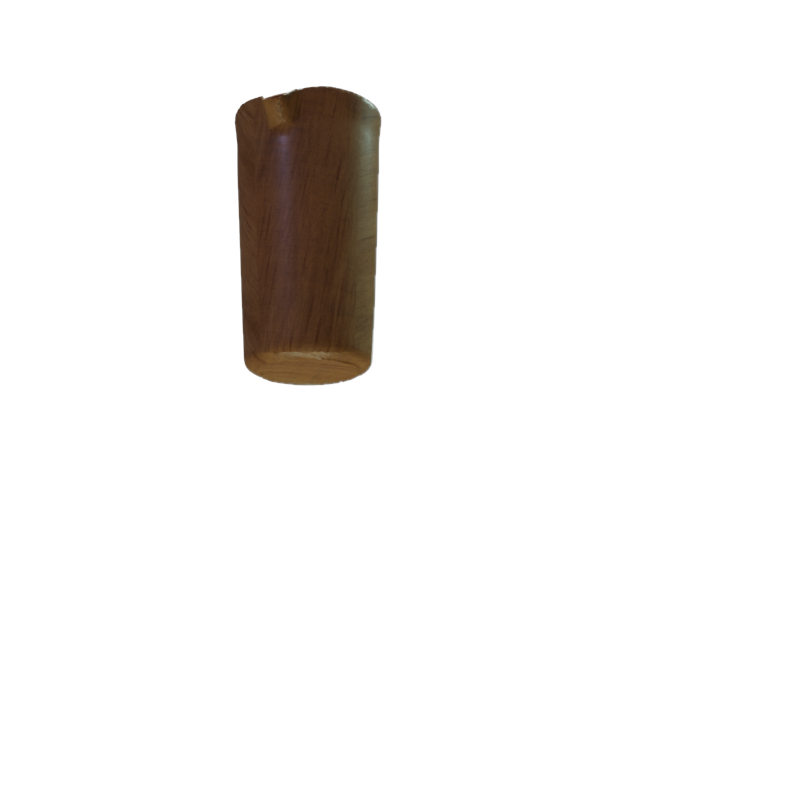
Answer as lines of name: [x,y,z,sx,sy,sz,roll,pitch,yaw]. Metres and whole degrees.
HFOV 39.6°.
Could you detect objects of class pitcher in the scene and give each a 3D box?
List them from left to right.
pitcher: [-0.076,-0.139,0.976,0.144,0.254,0.144,8,-21,-26]
